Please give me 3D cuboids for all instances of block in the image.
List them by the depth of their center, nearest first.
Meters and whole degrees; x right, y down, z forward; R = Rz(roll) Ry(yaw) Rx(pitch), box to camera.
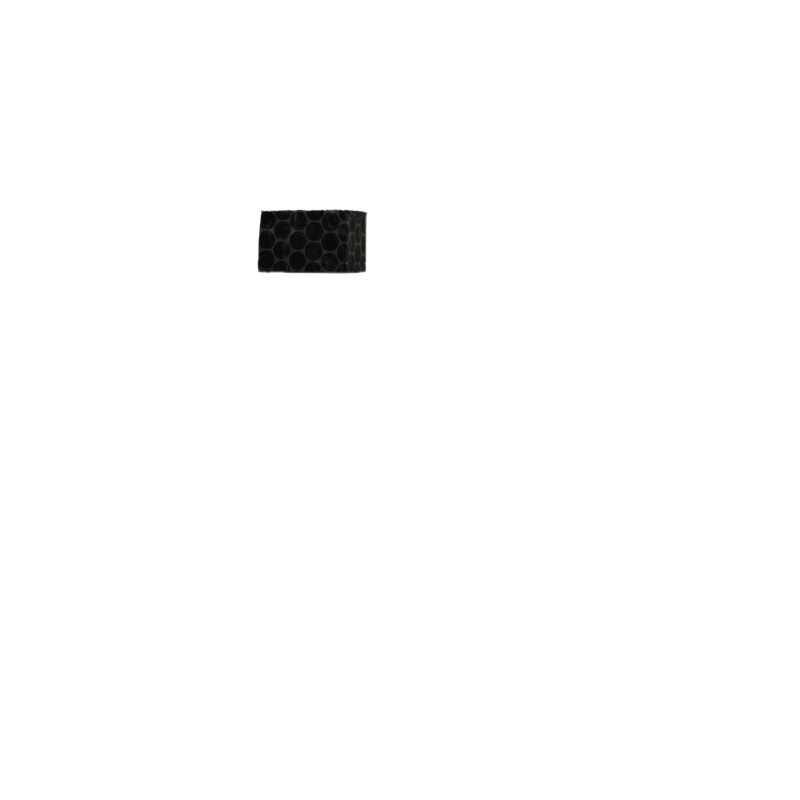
[{"bbox_3d":[-0.072,-0.130,0.914,0.080,0.051,0.052,2,4,21],"label":"block"}]
